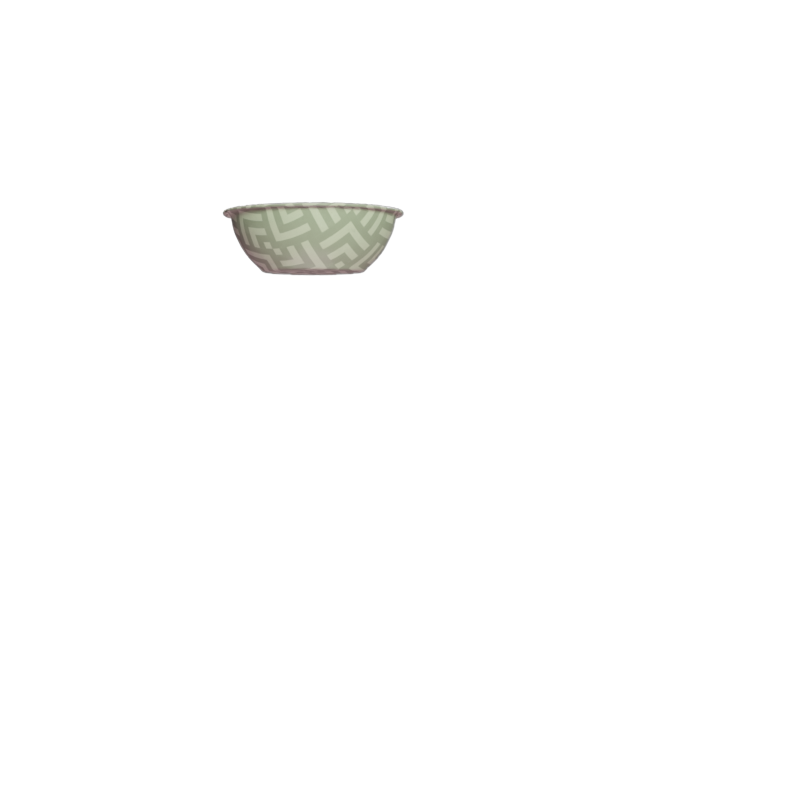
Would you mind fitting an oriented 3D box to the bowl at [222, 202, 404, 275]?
[{"bbox_3d":[-0.077,-0.141,0.987,0.162,0.055,0.162,0,2,-2],"label":"bowl"}]
